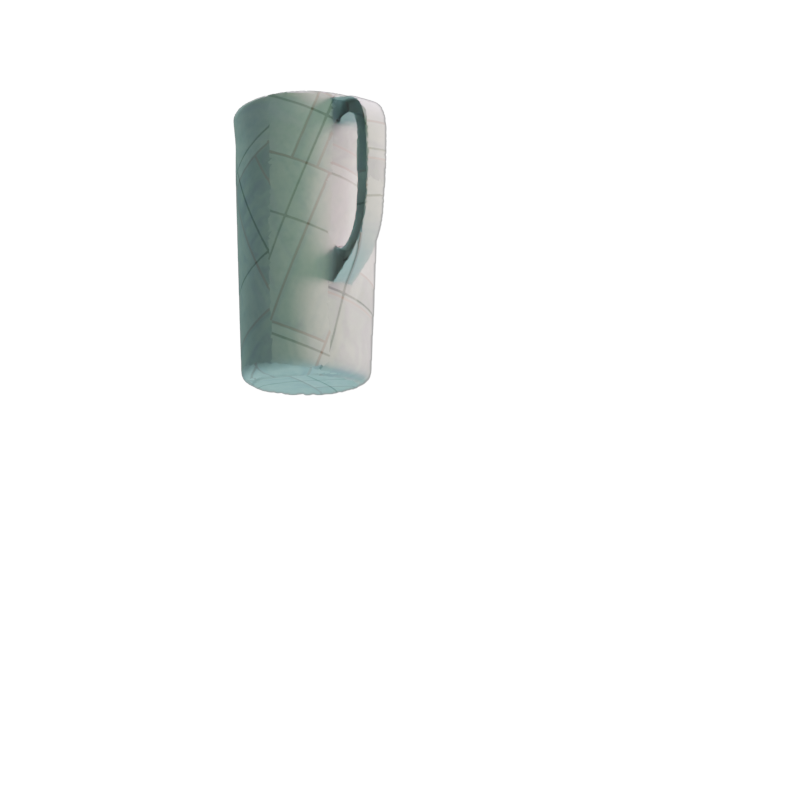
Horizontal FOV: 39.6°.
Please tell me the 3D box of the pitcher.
[{"bbox_3d":[-0.074,-0.134,0.940,0.147,0.253,0.142,-4,-16,9],"label":"pitcher"}]
